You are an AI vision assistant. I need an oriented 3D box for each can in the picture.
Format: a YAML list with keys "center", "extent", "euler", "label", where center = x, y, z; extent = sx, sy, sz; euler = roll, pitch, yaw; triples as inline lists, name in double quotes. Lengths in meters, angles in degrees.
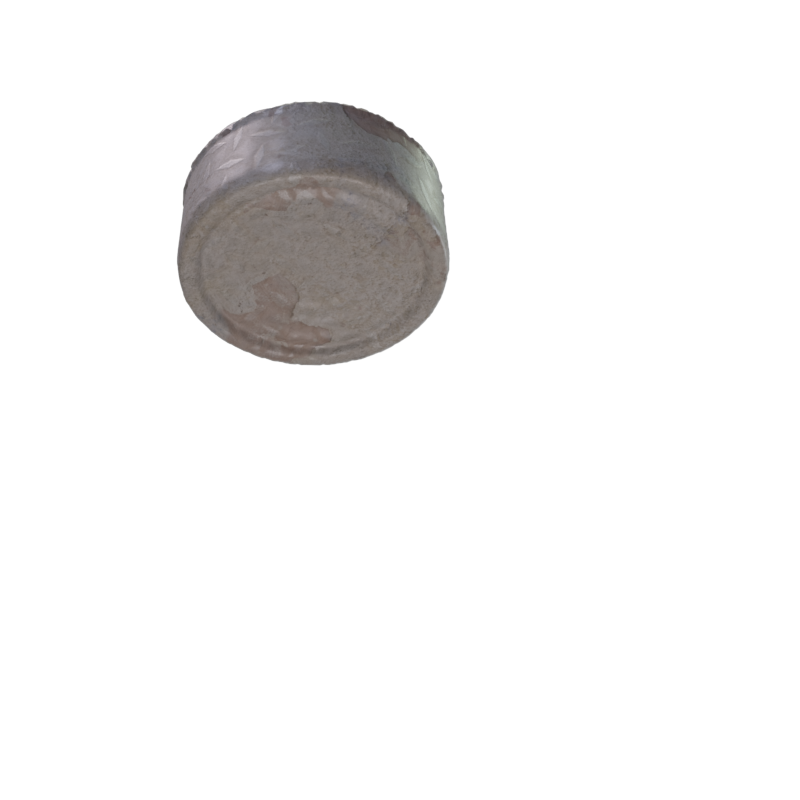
- center: [-0.028, -0.050, 0.353]
  extent: [0.086, 0.036, 0.080]
  euler: [1, -44, -1]
  label: "can"
